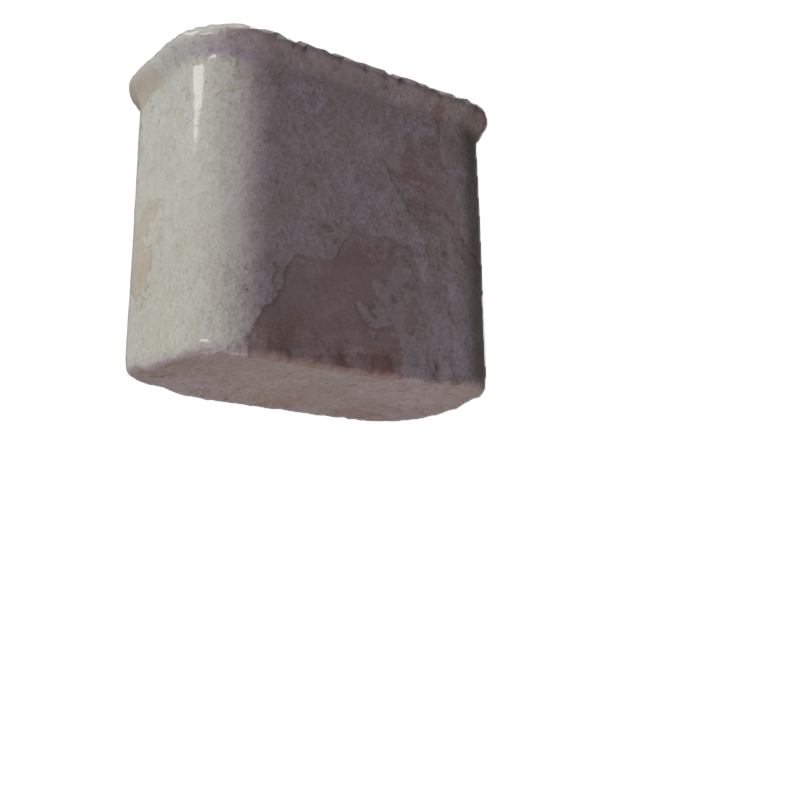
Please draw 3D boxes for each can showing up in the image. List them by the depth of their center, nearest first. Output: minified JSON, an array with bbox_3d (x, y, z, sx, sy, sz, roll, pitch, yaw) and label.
[{"bbox_3d":[-0.024,-0.043,0.303,0.097,0.087,0.058,10,-20,-35],"label":"can"}]
